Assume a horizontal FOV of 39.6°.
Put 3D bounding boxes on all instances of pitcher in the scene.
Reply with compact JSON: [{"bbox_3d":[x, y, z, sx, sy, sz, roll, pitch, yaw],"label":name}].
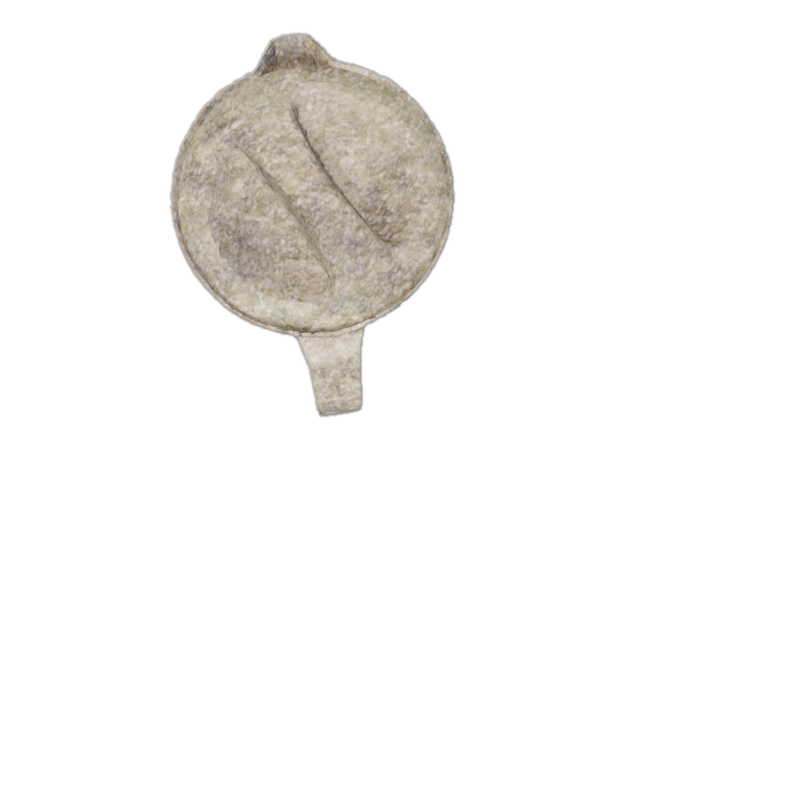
[{"bbox_3d":[-0.050,-0.090,0.633,0.145,0.150,0.242,36,-2,-3],"label":"pitcher"}]
